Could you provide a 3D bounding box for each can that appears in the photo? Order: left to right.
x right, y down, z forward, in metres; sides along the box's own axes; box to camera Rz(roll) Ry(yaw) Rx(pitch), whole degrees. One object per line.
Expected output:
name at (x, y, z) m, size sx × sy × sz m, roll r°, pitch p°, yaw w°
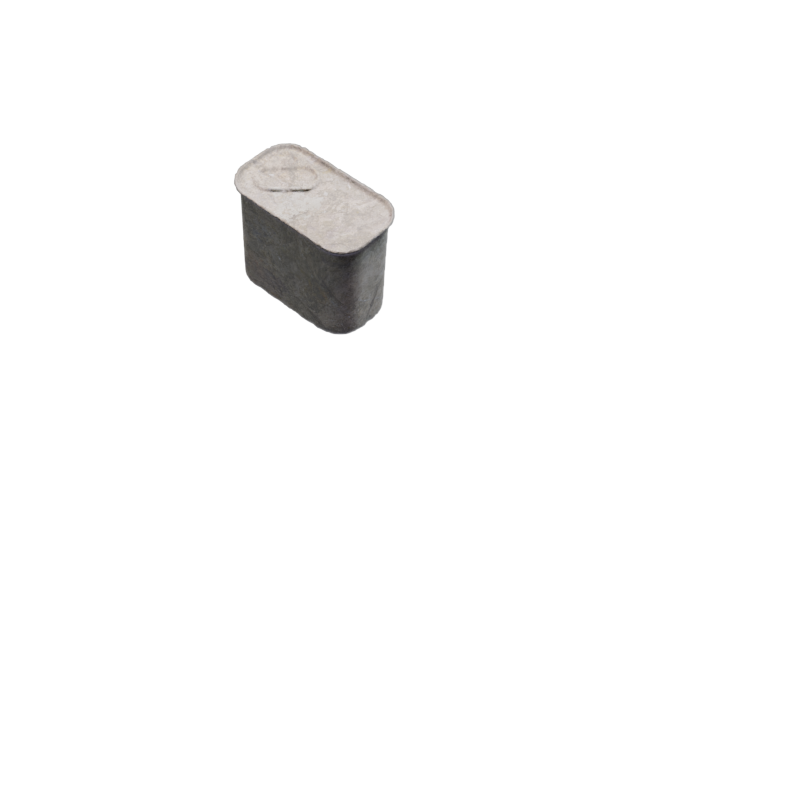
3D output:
can at (-0.055, -0.100, 0.702) m, size 0.108 × 0.078 × 0.058 m, roll 36°, pitch 57°, yaw 25°
